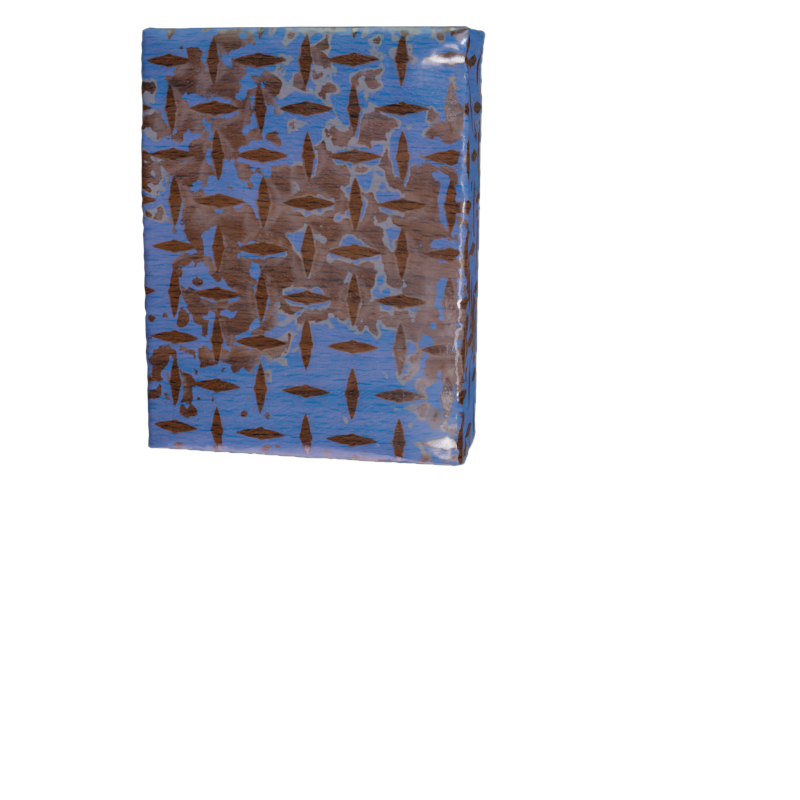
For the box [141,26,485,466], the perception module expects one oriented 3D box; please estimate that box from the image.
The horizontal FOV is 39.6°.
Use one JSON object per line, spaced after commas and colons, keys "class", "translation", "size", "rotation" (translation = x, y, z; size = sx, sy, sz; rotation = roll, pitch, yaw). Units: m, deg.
{"class": "box", "translation": [-0.044, -0.080, 0.560], "size": [0.167, 0.209, 0.072], "rotation": [3, 10, 12]}
